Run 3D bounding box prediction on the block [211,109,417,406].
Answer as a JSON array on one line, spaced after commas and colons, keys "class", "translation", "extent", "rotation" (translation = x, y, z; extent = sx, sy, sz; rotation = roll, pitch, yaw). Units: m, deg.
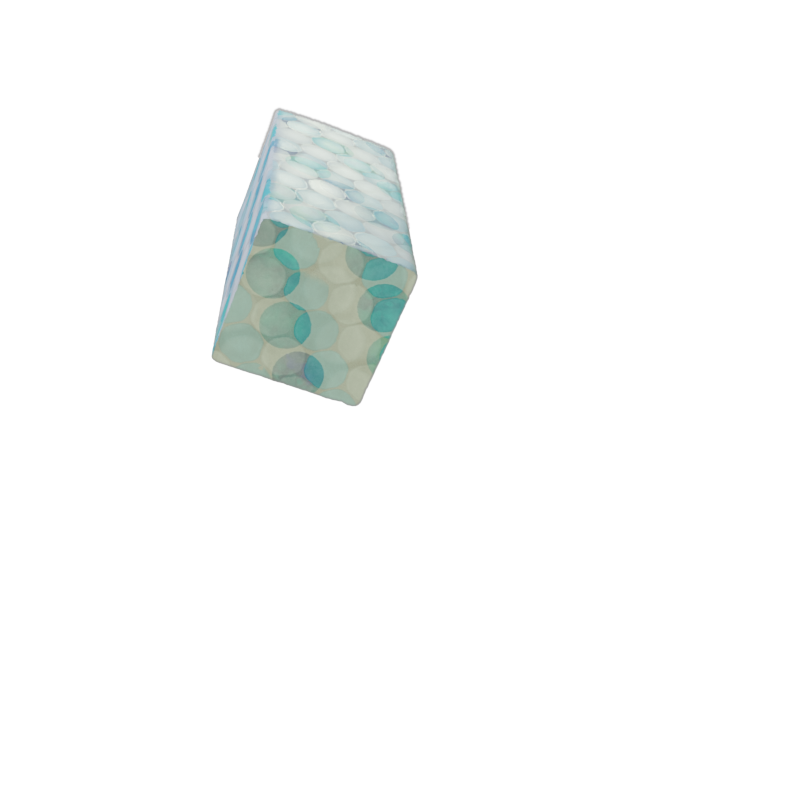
[{"class": "block", "translation": [-0.053, -0.098, 0.686], "extent": [0.088, 0.087, 0.218], "rotation": [18, 26, -13]}]
